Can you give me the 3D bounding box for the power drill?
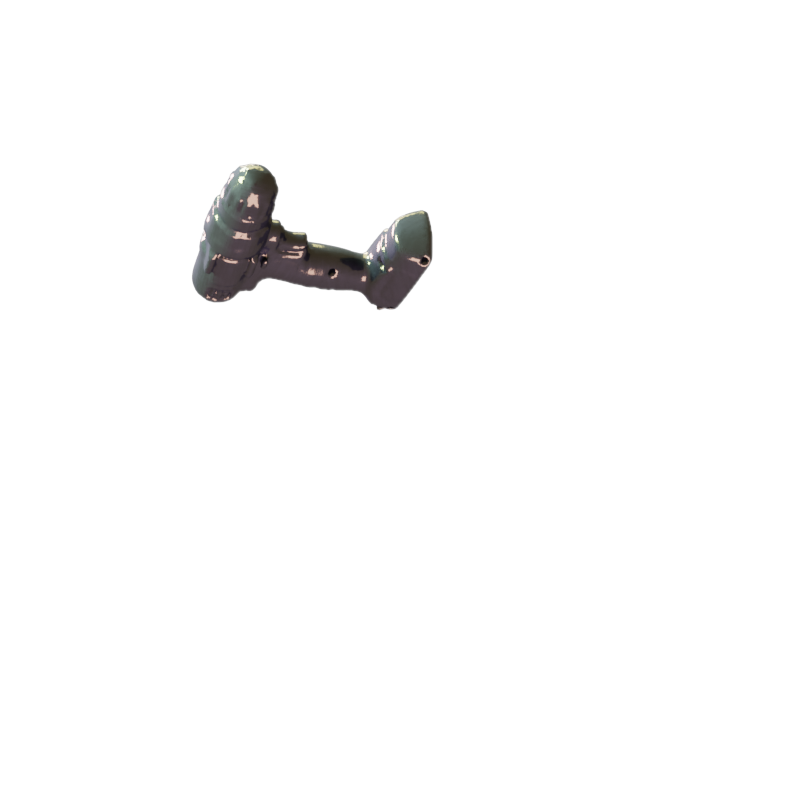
[{"bbox_3d":[-0.073,-0.132,0.926,0.183,0.061,0.179,6,-23,-16],"label":"power drill"}]
